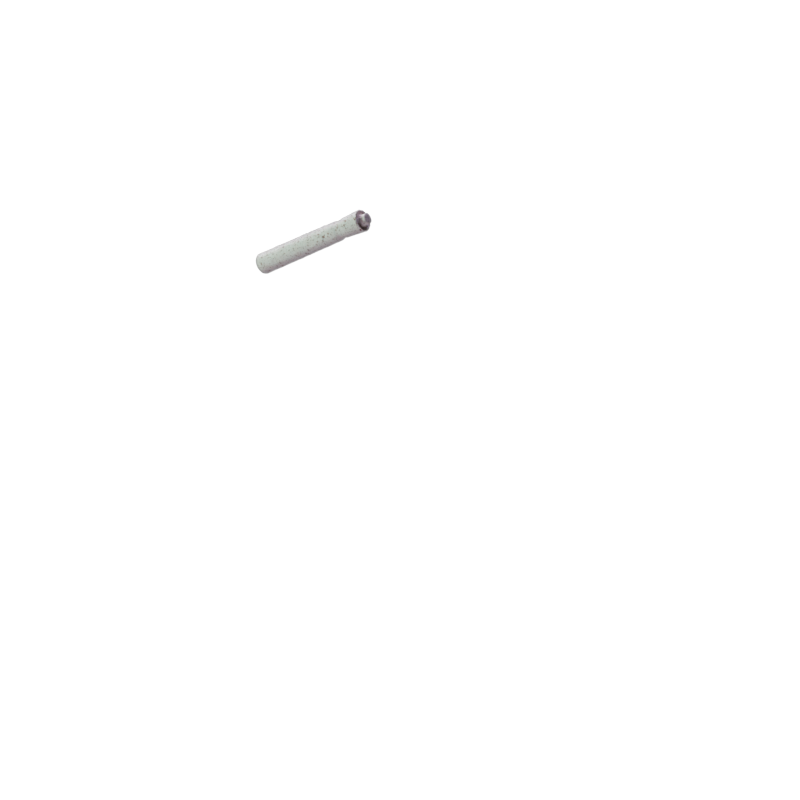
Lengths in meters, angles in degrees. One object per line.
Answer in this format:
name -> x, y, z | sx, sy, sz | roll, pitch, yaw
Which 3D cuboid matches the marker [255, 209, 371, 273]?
marker -> -0.073, -0.133, 0.935 | 0.122, 0.020, 0.019 | -17, -7, 37
